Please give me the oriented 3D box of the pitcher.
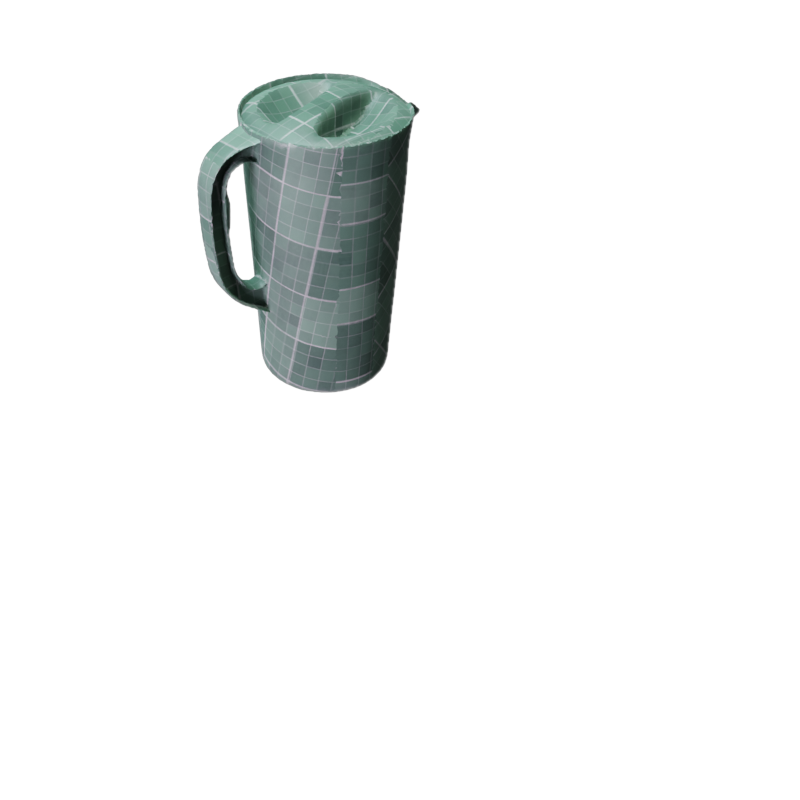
[{"bbox_3d":[-0.069,-0.126,0.885,0.151,0.228,0.152,7,34,7],"label":"pitcher"}]
